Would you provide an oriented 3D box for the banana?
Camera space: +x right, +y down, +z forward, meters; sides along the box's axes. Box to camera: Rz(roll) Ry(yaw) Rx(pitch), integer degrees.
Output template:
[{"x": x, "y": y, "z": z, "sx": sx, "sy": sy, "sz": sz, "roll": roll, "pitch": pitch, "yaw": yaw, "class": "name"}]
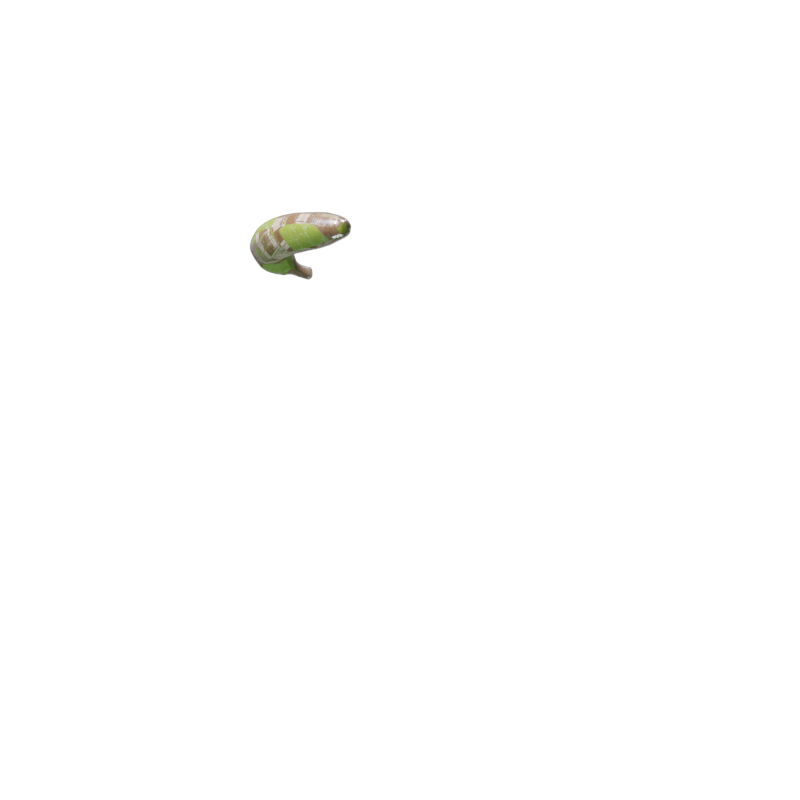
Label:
[{"x": -0.096, "y": -0.140, "z": 0.982, "sx": 0.068, "sy": 0.037, "sz": 0.197, "roll": 1, "pitch": -3, "yaw": -13, "class": "banana"}]
